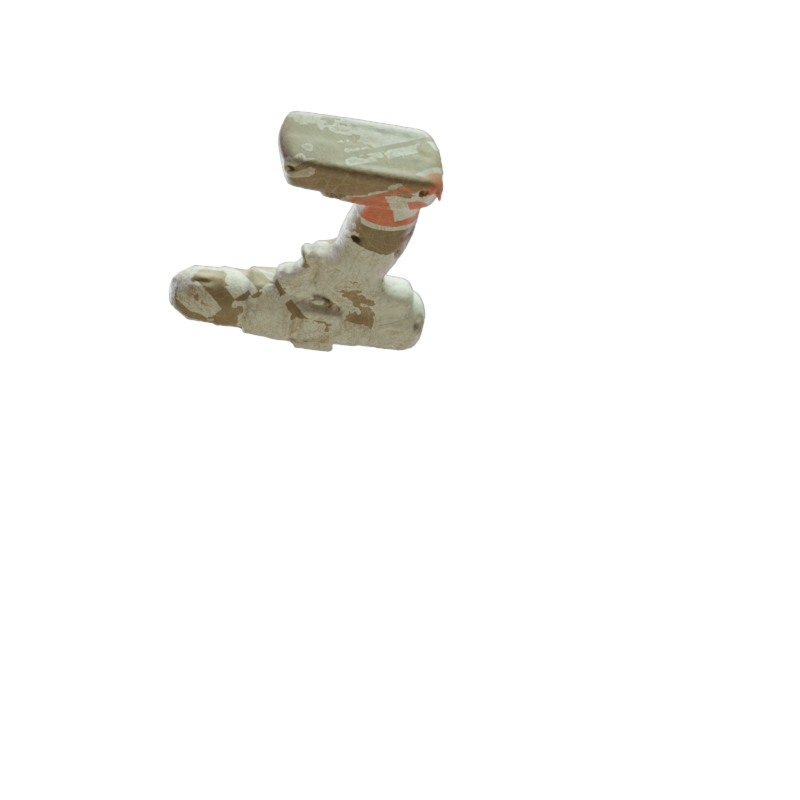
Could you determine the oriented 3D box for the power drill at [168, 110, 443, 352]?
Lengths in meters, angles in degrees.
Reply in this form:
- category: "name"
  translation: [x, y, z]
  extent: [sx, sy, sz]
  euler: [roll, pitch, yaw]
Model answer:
- category: "power drill"
  translation: [-0.059, -0.107, 0.749]
  extent: [0.182, 0.061, 0.177]
  euler: [7, -37, -9]
